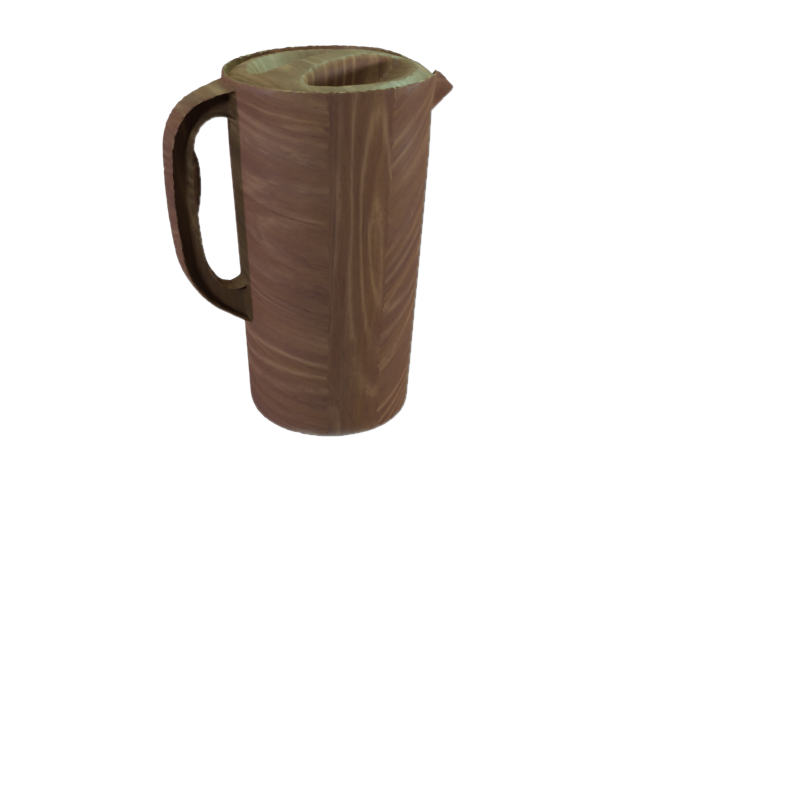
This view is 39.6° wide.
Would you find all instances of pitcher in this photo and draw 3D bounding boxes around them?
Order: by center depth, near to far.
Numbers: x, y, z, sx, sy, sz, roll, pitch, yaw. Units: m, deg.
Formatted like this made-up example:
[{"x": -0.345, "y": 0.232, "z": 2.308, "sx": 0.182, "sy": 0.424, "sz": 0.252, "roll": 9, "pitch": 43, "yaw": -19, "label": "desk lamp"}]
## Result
[{"x": -0.056, "y": -0.103, "z": 0.720, "sx": 0.154, "sy": 0.231, "sz": 0.148, "roll": 10, "pitch": 25, "yaw": 18, "label": "pitcher"}]
